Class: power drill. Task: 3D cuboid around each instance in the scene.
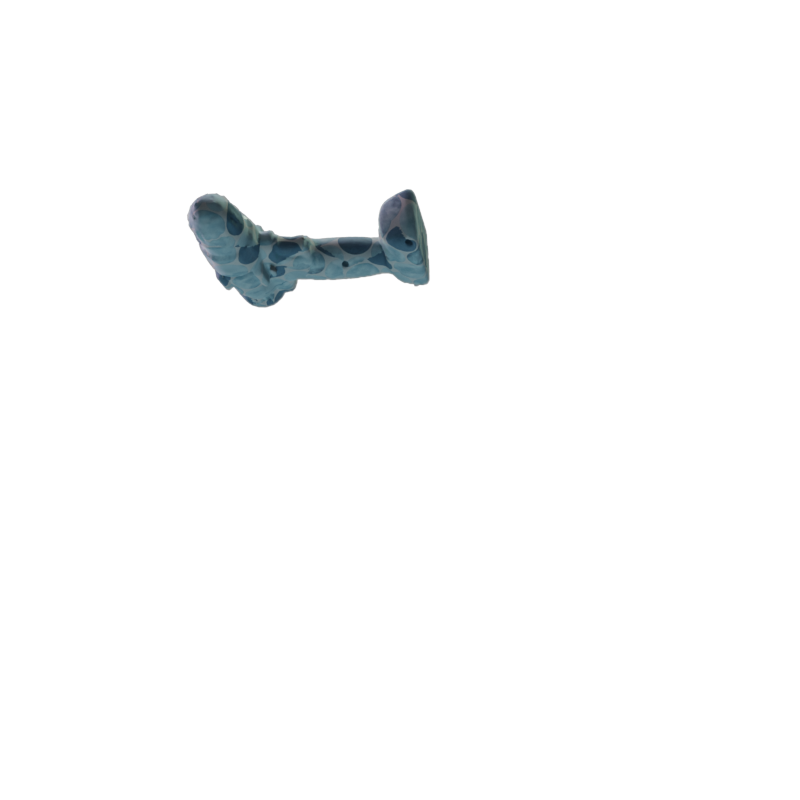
[{"bbox_3d":[-0.074,-0.136,0.952,0.190,0.060,0.174,-3,-16,11],"label":"power drill"}]
